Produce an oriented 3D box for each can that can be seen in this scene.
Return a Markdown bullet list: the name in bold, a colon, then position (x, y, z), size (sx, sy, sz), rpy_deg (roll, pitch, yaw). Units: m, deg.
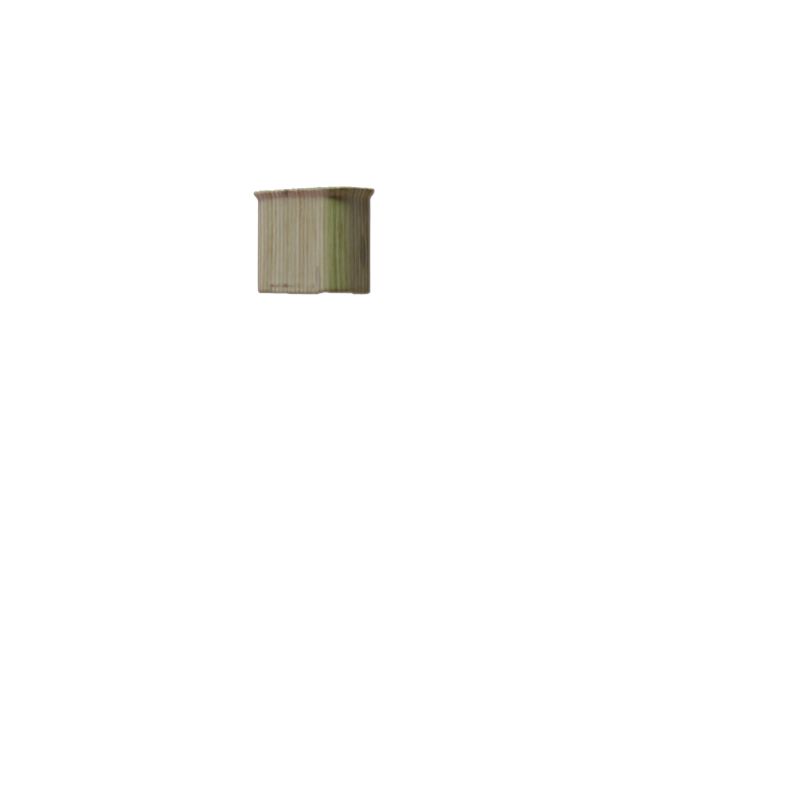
- **can**: position (-0.070, -0.128, 0.895), size (0.106, 0.084, 0.055), rpy_deg (4, 4, 40)
